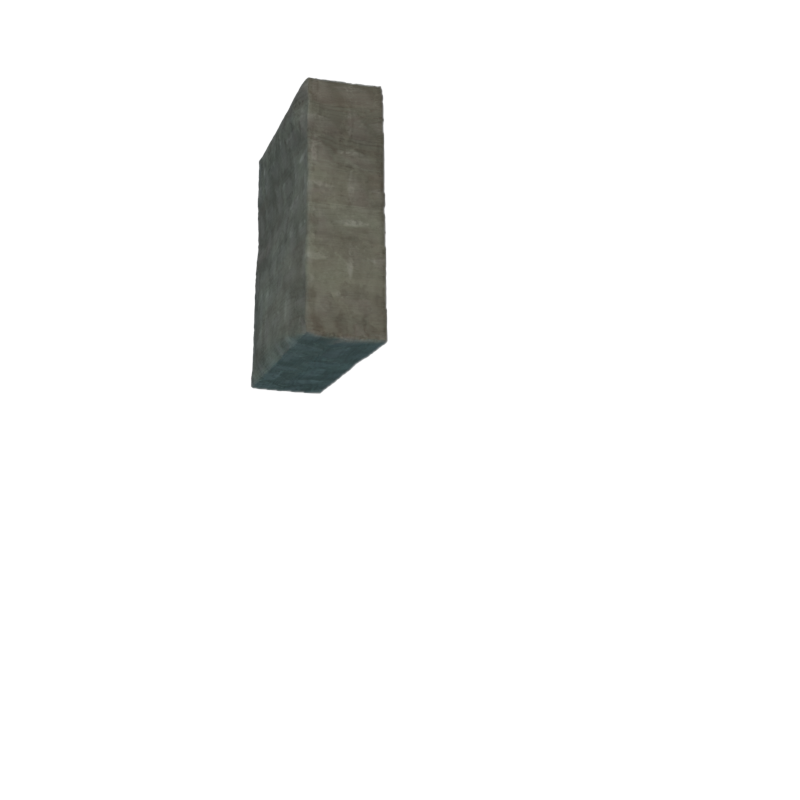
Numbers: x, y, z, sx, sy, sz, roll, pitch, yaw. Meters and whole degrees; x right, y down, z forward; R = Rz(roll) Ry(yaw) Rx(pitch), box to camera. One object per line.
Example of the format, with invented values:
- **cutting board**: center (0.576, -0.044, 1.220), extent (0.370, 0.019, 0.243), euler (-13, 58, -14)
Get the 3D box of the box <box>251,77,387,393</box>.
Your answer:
- **box**: center (-0.070, -0.128, 0.899), extent (0.070, 0.224, 0.161), euler (6, -19, -20)
